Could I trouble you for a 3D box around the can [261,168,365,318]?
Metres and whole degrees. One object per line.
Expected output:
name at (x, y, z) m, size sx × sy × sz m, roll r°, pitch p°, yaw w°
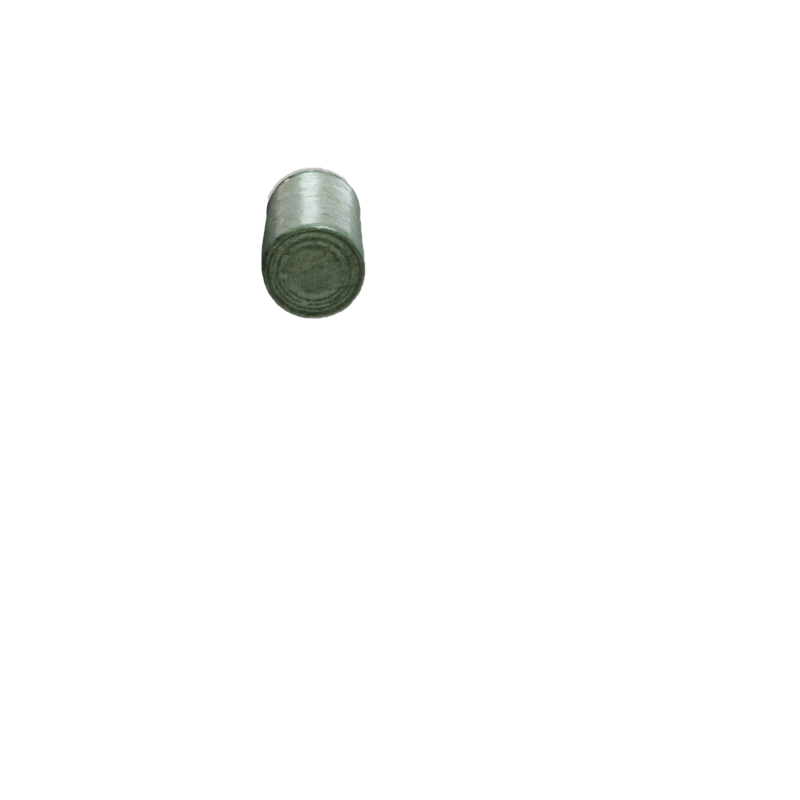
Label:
can at (-0.059, -0.107, 0.751) m, size 0.068 × 0.065 × 0.108 m, roll 0°, pitch 29°, yaw -3°
